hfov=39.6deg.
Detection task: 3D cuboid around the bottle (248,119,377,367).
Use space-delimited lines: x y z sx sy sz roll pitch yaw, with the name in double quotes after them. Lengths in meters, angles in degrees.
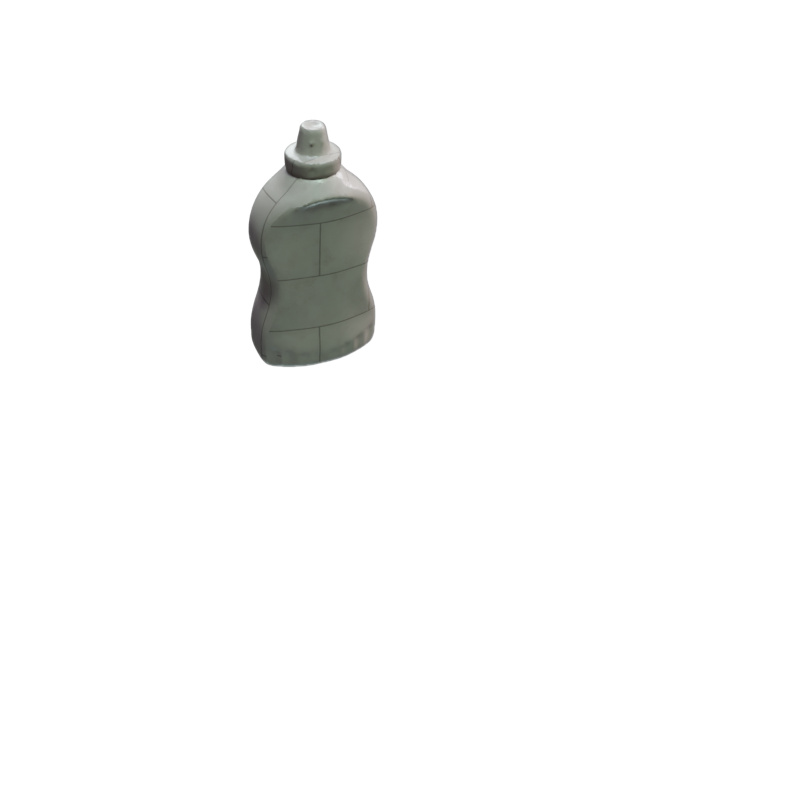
-0.065 -0.118 0.826 0.095 0.180 0.063 -11 37 -19 "bottle"
